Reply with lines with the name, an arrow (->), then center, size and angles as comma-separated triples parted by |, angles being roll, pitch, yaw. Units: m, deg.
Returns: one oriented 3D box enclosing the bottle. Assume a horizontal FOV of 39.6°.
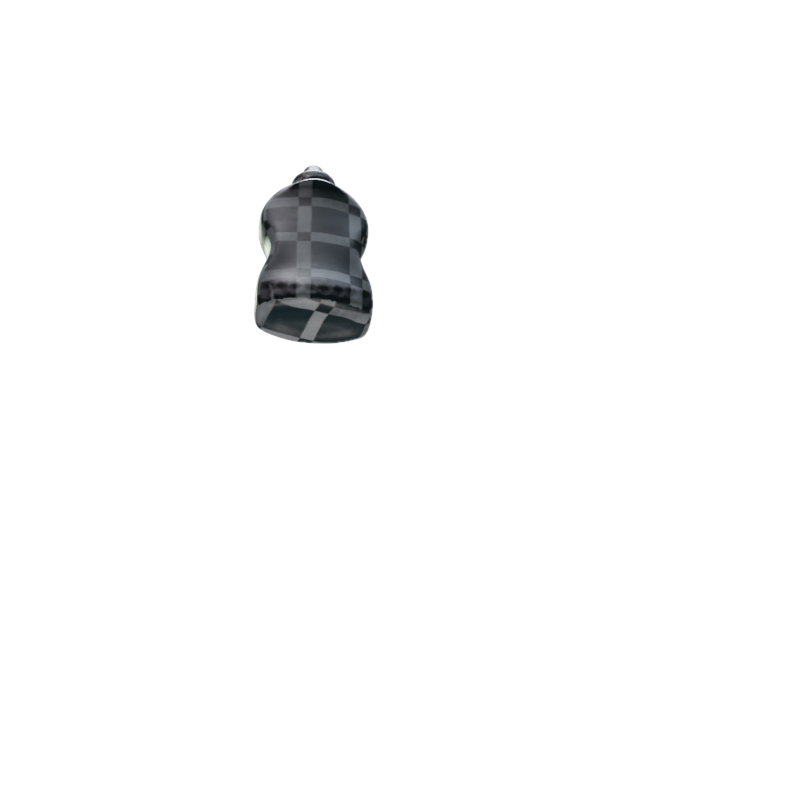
bottle -> -0.076, -0.137, 0.964 | 0.095, 0.206, 0.055 | 2, -43, -6
